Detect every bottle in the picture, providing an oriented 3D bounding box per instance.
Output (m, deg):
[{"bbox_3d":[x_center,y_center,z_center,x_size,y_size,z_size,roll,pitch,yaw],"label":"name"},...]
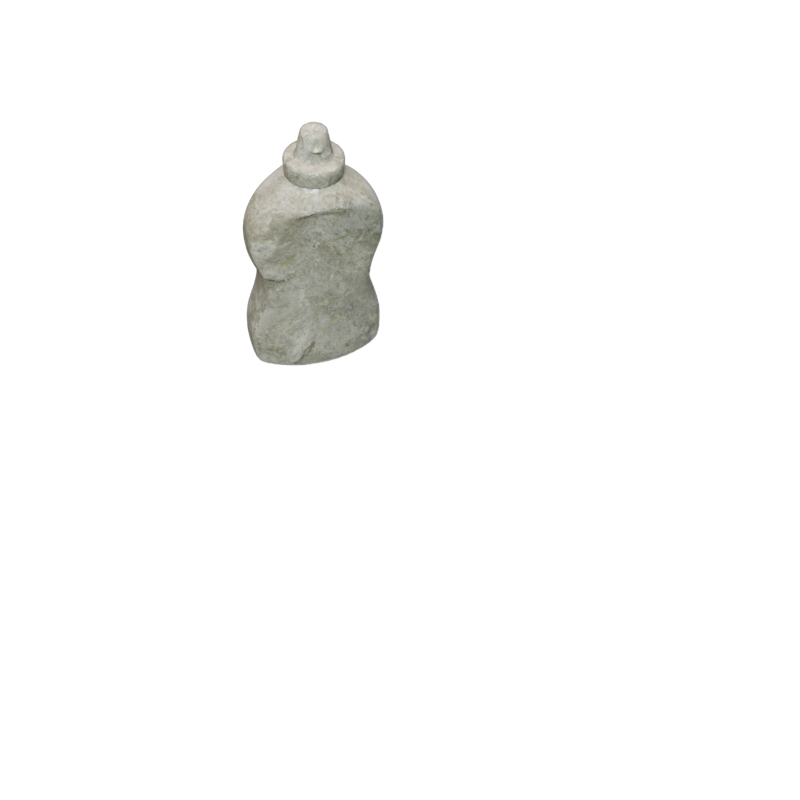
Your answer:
[{"bbox_3d":[-0.060,-0.109,0.768,0.095,0.179,0.063,-9,46,-12],"label":"bottle"}]
